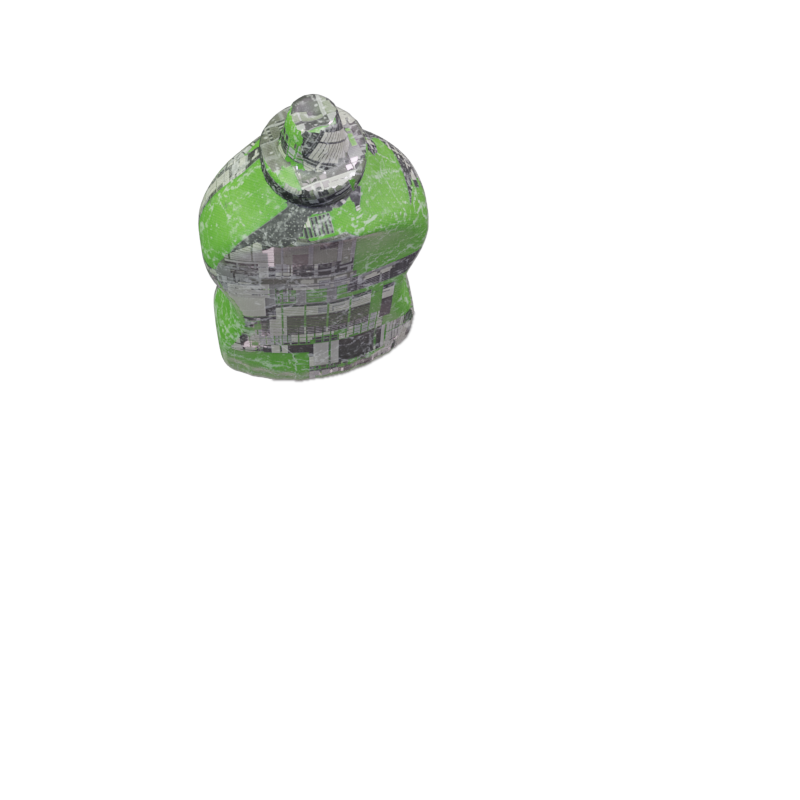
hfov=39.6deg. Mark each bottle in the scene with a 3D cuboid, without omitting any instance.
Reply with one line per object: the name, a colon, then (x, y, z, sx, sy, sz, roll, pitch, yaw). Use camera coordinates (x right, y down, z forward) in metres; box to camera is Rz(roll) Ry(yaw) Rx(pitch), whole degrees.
bottle: (-0.038, -0.069, 0.478, 0.095, 0.062, 0.182, -7, -21, -6)
